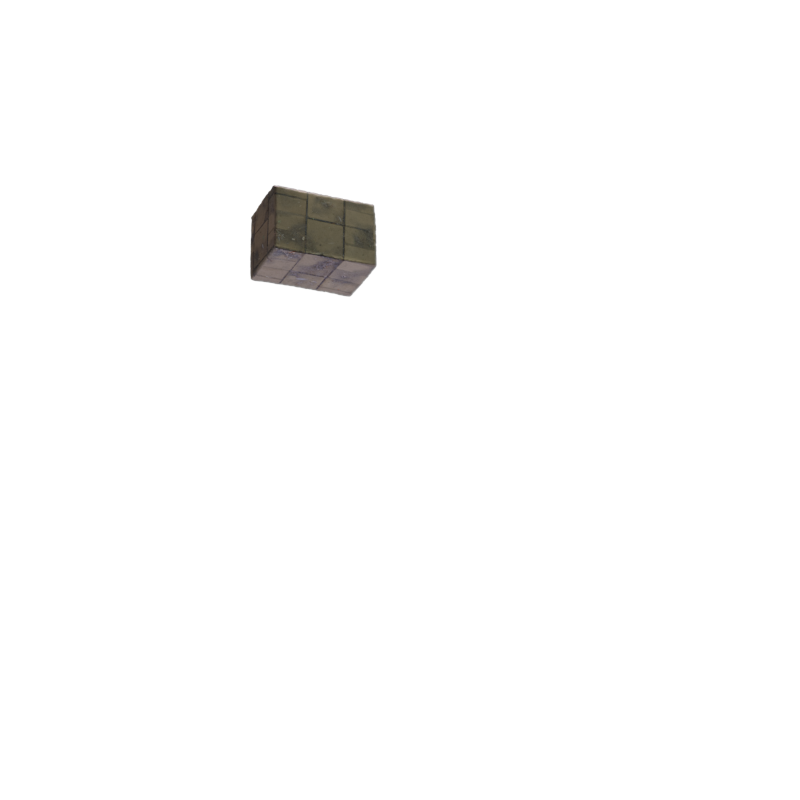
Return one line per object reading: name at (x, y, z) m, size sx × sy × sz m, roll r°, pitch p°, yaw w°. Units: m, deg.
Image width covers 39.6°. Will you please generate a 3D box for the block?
block at (-0.061, -0.112, 0.782) m, size 0.075 × 0.054 × 0.051 m, roll 9°, pitch -27°, yaw -21°
